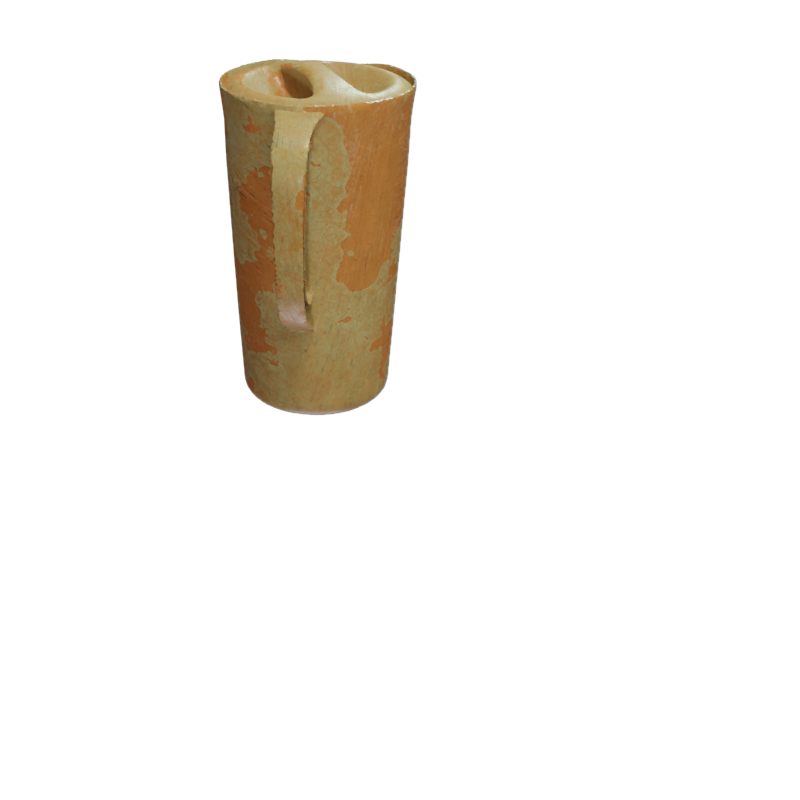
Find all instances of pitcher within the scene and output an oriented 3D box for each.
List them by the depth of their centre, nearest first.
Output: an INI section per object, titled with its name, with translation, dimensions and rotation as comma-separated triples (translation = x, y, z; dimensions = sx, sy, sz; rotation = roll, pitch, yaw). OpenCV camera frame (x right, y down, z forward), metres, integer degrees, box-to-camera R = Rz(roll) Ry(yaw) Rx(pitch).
[pitcher]
translation = -0.061, -0.112, 0.781
dimensions = 0.147, 0.231, 0.155
rotation = -17, 31, -35
